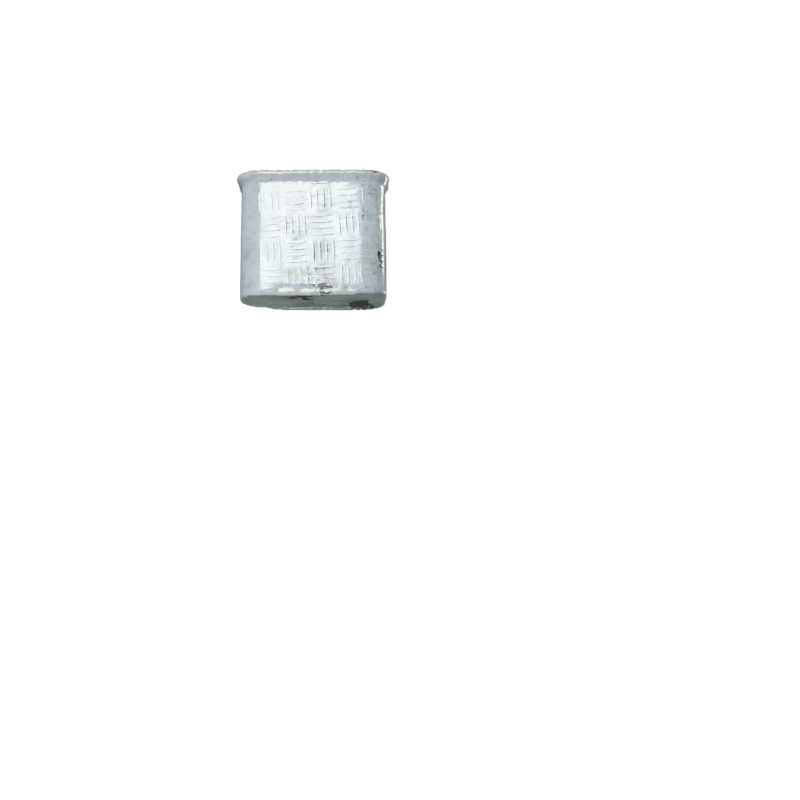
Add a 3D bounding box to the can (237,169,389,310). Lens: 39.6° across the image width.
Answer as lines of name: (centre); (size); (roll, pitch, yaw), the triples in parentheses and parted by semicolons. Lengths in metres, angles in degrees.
can: (-0.058, -0.106, 0.740); (0.102, 0.087, 0.056); (0, -12, 0)
